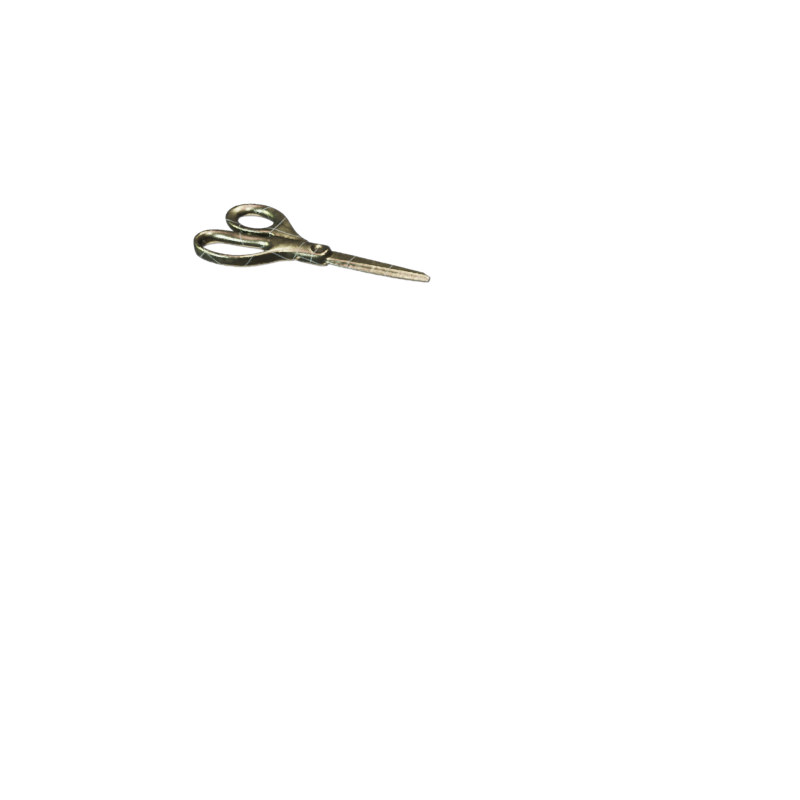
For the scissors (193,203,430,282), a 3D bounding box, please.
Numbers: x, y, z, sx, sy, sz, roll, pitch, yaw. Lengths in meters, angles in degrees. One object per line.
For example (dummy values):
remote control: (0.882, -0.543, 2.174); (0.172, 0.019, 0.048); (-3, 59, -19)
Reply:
scissors: (-0.074, -0.135, 0.947); (0.203, 0.015, 0.102); (4, 39, 5)
